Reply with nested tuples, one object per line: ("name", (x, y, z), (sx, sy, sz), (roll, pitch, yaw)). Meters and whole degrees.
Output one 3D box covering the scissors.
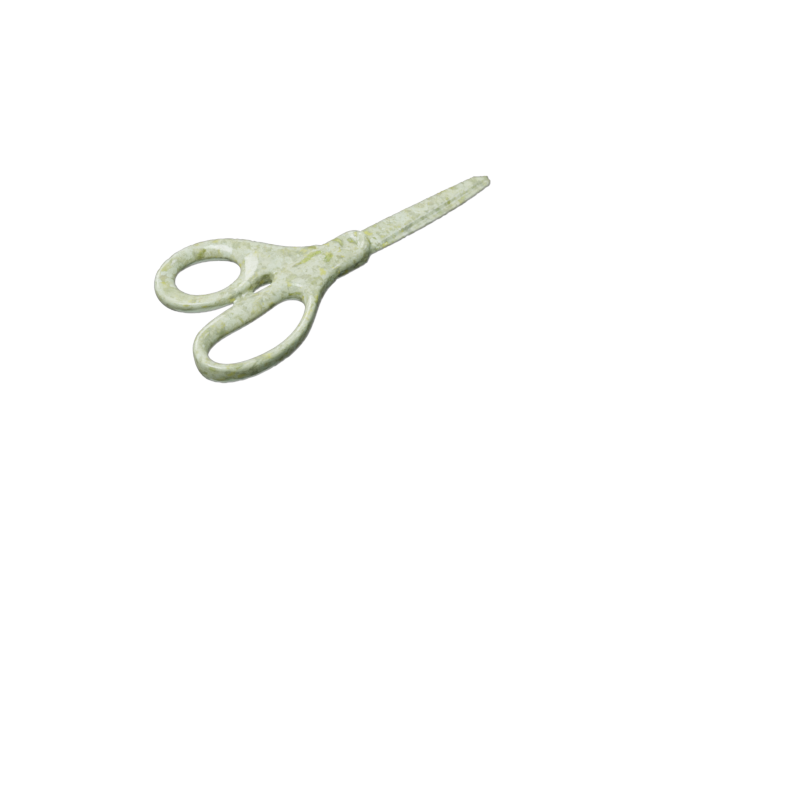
("scissors", (-0.046, -0.084, 0.588), (0.101, 0.015, 0.206), (29, 54, 23))
